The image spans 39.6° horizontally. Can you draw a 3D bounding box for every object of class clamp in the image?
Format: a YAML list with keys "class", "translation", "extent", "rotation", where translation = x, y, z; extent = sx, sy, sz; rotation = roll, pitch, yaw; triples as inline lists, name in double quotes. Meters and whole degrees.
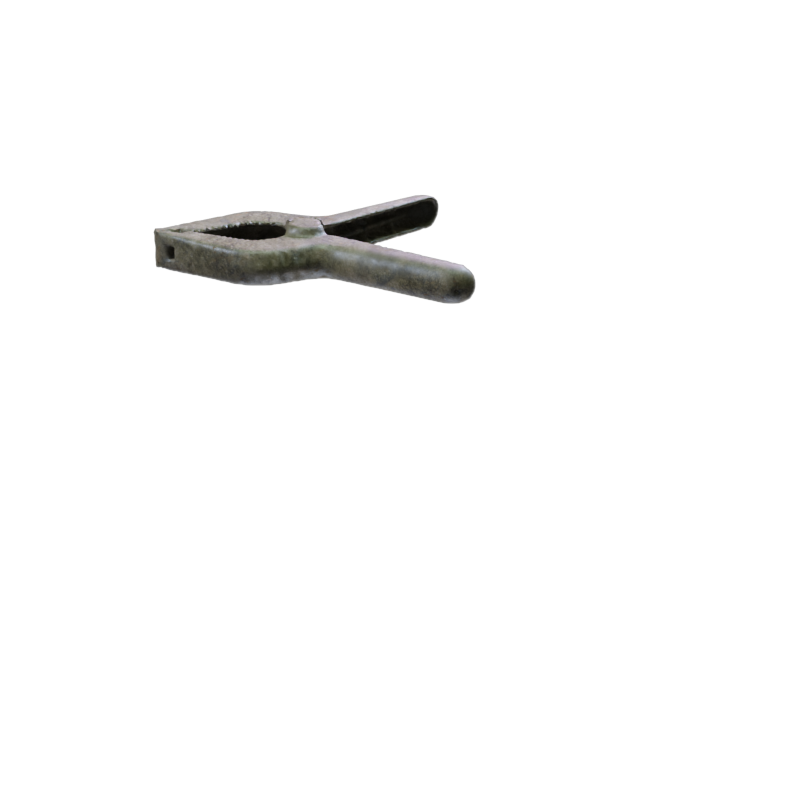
- class: "clamp"
  translation: [-0.059, -0.108, 0.755]
  extent: [0.211, 0.035, 0.172]
  rotation: [1, 25, 3]
